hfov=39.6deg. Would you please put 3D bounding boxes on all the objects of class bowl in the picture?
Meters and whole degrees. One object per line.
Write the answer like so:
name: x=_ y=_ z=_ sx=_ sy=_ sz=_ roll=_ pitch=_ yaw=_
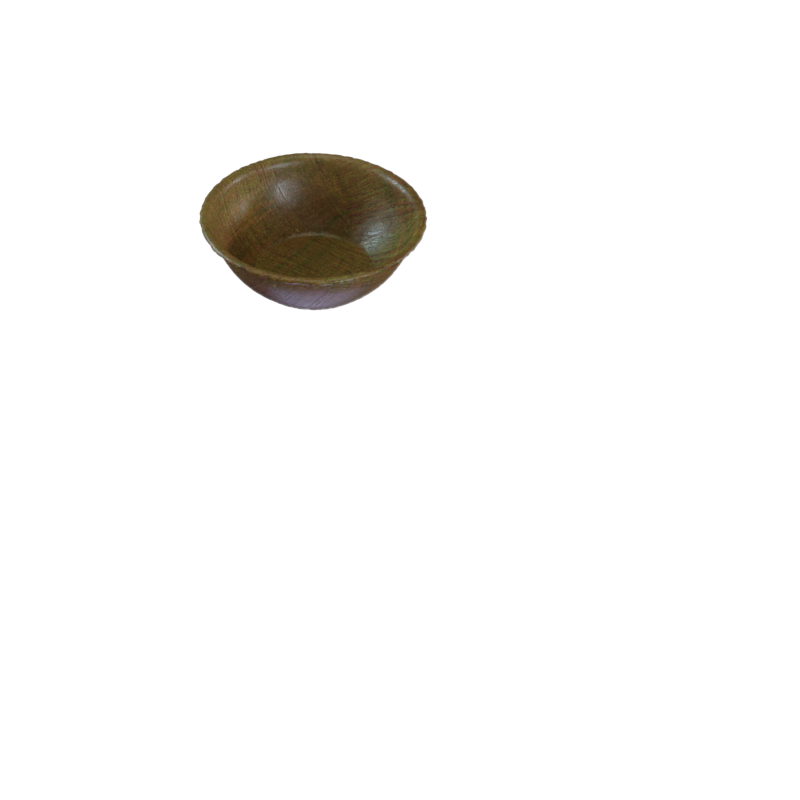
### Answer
bowl: x=-0.063 y=-0.115 z=0.804 sx=0.162 sy=0.051 sz=0.174 roll=-1 pitch=42 yaw=-2
